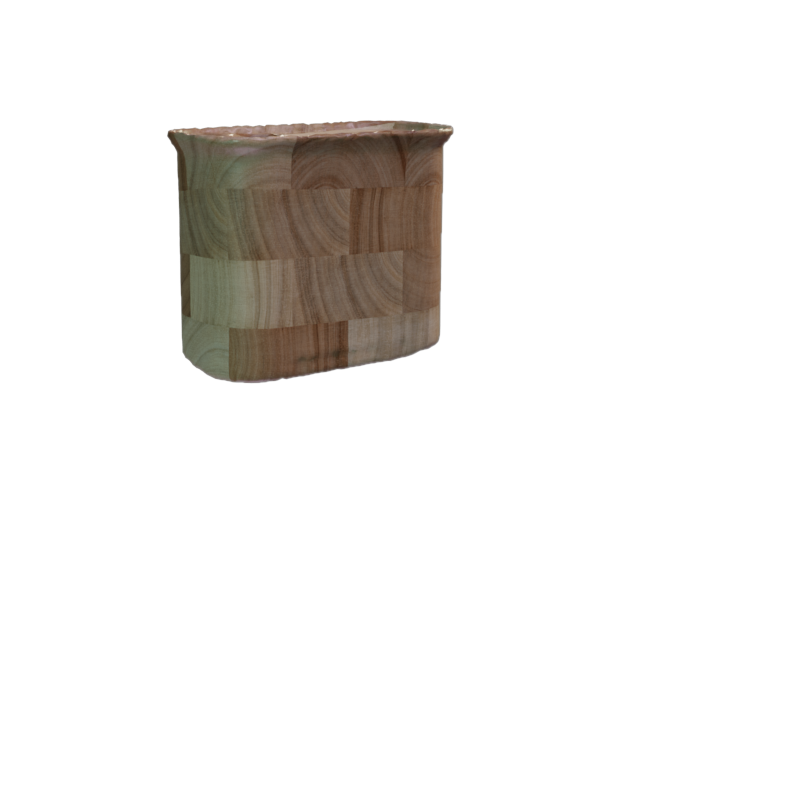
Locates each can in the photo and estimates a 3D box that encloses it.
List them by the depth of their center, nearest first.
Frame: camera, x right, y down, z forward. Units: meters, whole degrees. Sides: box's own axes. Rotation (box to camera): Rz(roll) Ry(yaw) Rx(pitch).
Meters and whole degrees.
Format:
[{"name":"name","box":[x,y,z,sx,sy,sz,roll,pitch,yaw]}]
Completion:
[{"name":"can","box":[-0.032,-0.058,0.405,0.099,0.082,0.061,-9,15,-32]}]
